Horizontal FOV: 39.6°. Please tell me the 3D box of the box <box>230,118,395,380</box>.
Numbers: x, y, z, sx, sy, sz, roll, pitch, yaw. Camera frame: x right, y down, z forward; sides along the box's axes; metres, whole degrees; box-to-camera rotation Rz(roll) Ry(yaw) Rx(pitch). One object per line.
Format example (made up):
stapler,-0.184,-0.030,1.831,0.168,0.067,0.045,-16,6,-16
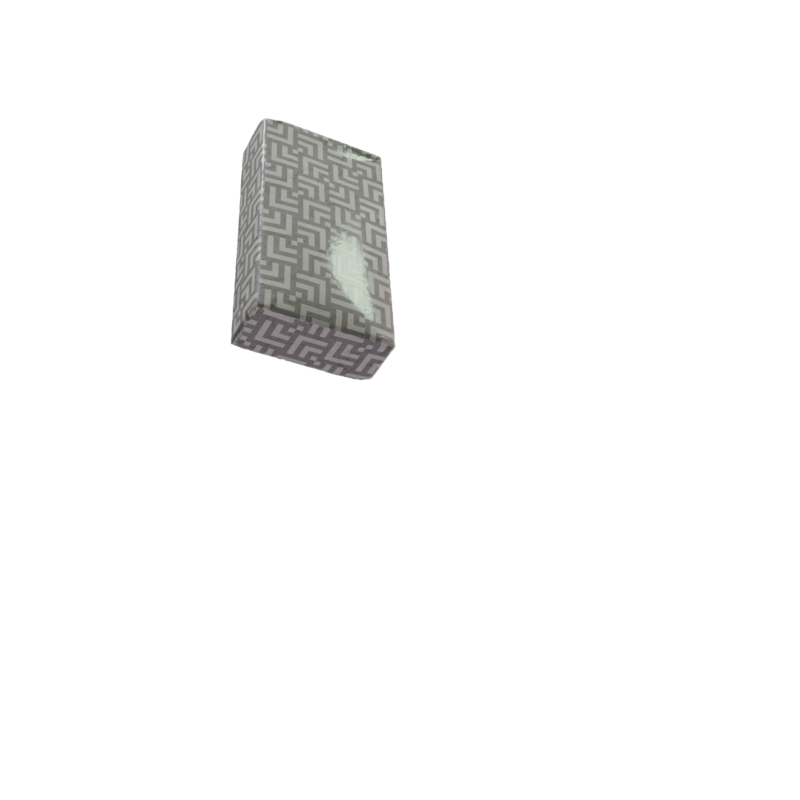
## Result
box,-0.056,-0.102,0.711,0.090,0.189,0.046,15,-43,-21
